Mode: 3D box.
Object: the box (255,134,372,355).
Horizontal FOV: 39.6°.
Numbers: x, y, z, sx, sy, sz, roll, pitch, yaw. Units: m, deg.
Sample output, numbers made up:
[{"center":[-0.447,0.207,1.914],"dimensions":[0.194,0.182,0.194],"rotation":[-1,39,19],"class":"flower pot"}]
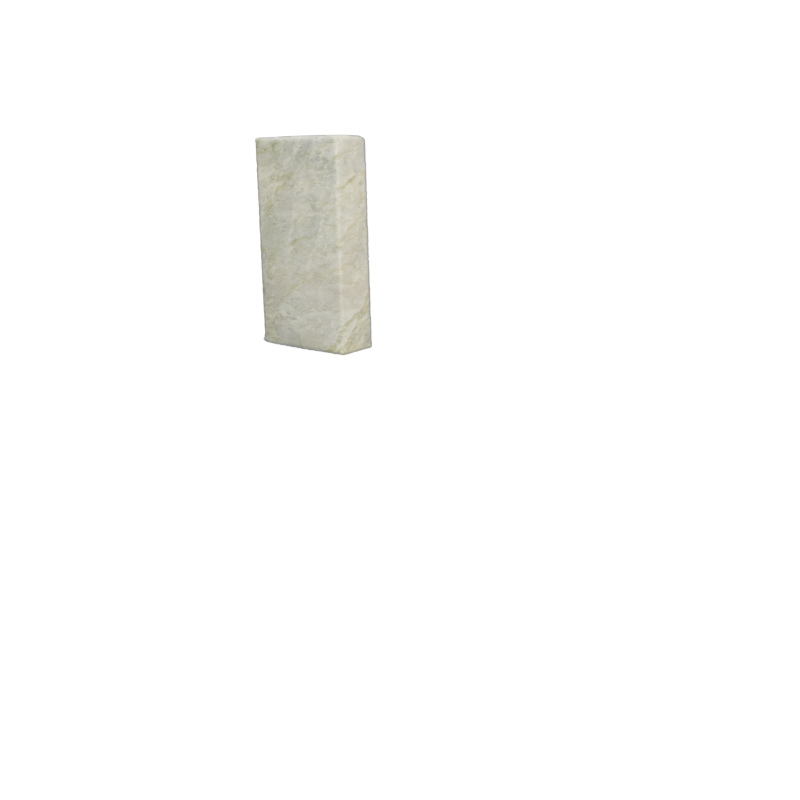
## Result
[{"center":[-0.072,-0.131,0.920],"dimensions":[0.098,0.174,0.046],"rotation":[6,8,40],"class":"box"}]
